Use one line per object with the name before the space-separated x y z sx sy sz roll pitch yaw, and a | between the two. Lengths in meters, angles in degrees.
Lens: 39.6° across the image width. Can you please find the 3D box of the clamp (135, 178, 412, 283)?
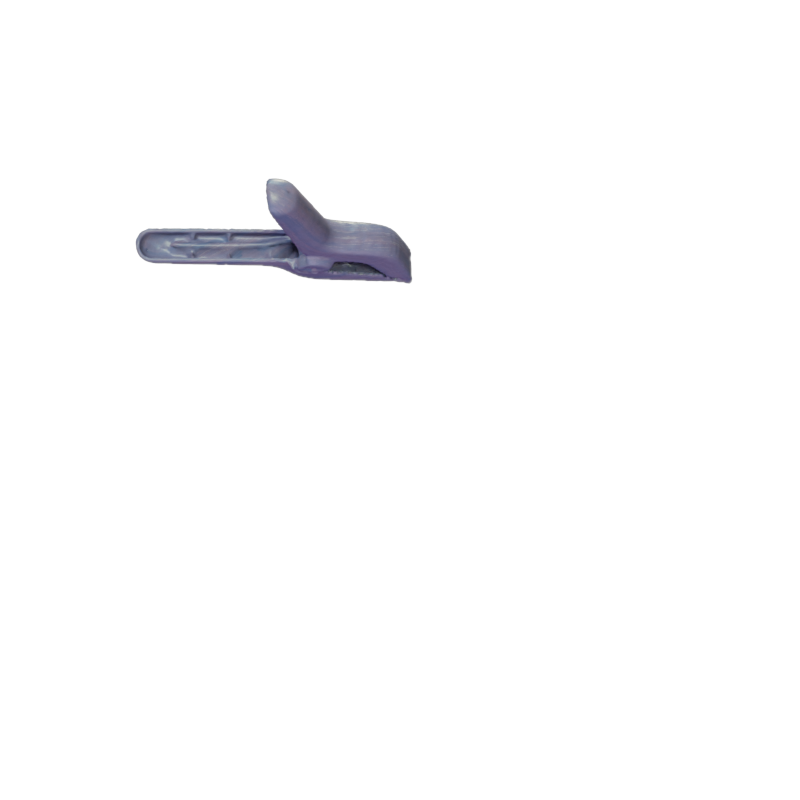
clamp | -0.063 -0.114 0.800 0.201 0.037 0.167 5 -9 -35
